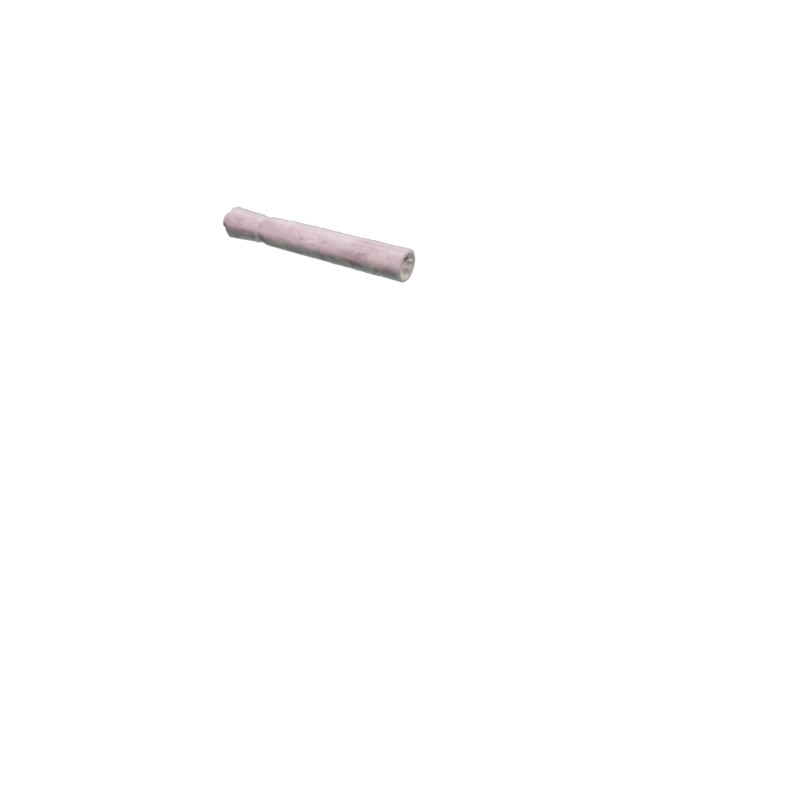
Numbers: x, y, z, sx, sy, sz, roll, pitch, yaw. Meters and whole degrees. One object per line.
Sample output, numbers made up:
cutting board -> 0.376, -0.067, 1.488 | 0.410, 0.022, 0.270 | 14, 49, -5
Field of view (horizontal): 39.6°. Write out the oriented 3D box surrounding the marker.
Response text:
marker -> -0.049, -0.090, 0.629 | 0.127, 0.019, 0.019 | 18, 12, 28
